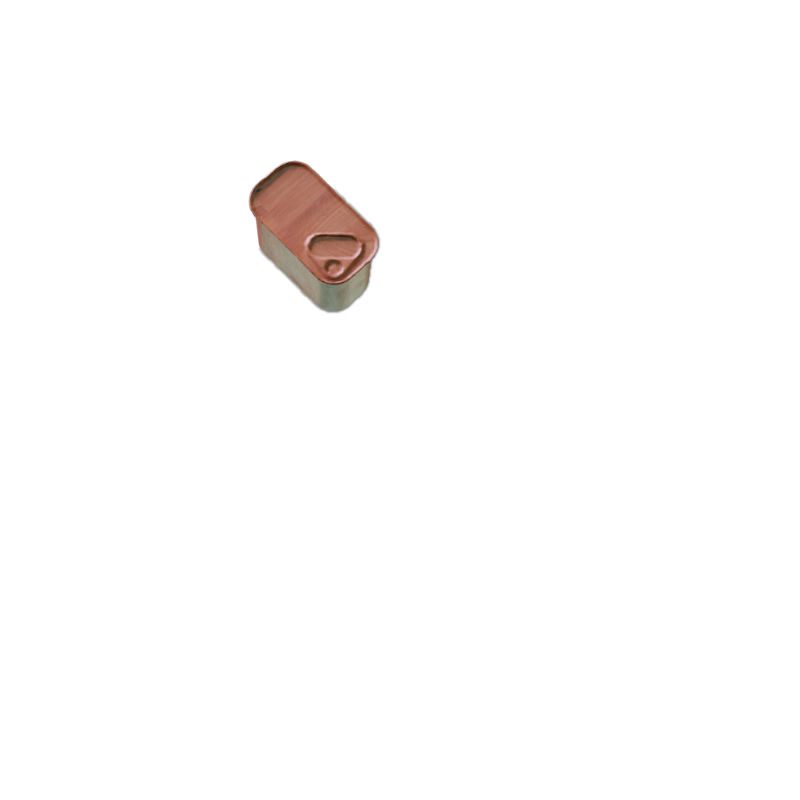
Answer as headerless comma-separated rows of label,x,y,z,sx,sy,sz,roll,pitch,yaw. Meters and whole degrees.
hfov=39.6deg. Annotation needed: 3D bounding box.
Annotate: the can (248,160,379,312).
can,-0.066,-0.121,0.847,0.058,0.106,0.080,-42,-12,-13
